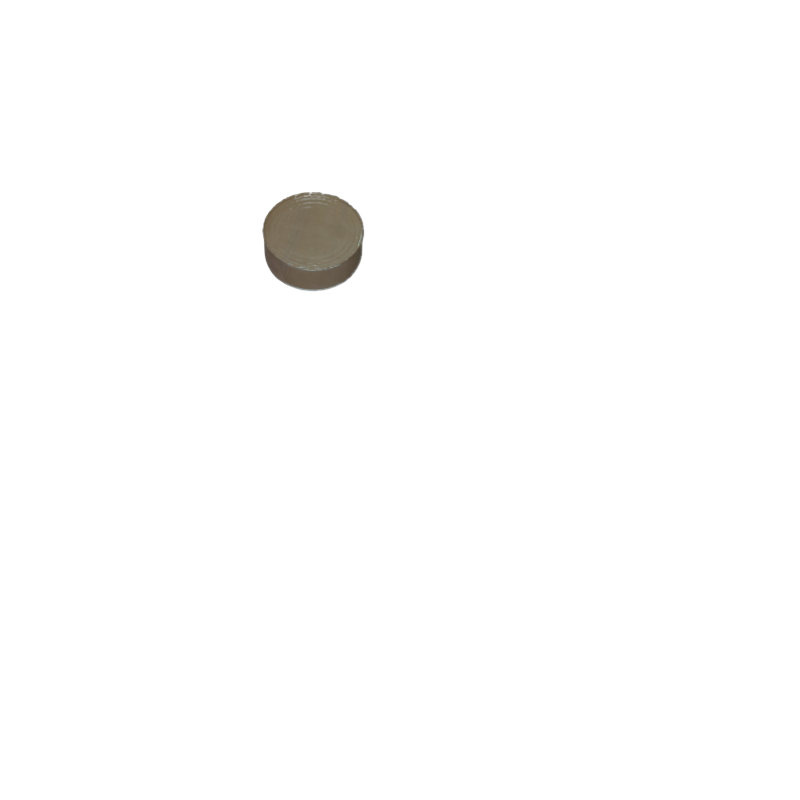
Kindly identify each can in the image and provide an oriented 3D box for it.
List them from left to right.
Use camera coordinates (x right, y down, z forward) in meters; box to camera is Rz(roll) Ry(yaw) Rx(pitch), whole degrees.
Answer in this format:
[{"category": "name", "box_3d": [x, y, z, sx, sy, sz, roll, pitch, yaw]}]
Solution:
[{"category": "can", "box_3d": [-0.074, -0.135, 0.945, 0.086, 0.092, 0.031, -1, -37, -1]}]
